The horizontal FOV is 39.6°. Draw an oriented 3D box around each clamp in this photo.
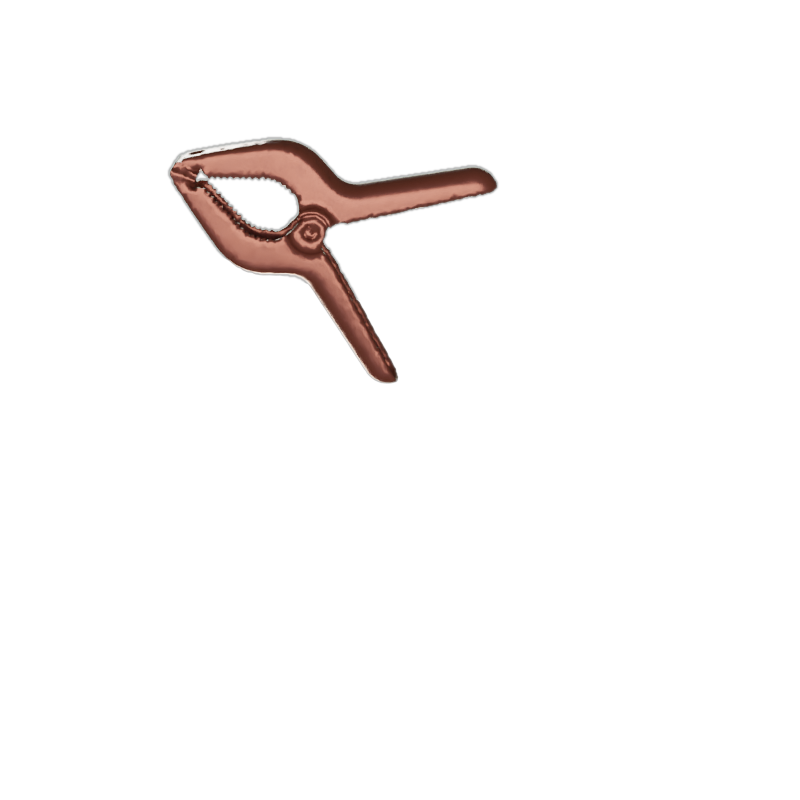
[{"bbox_3d":[-0.059,-0.107,0.749,0.208,0.160,0.038,17,15,-5],"label":"clamp"}]
